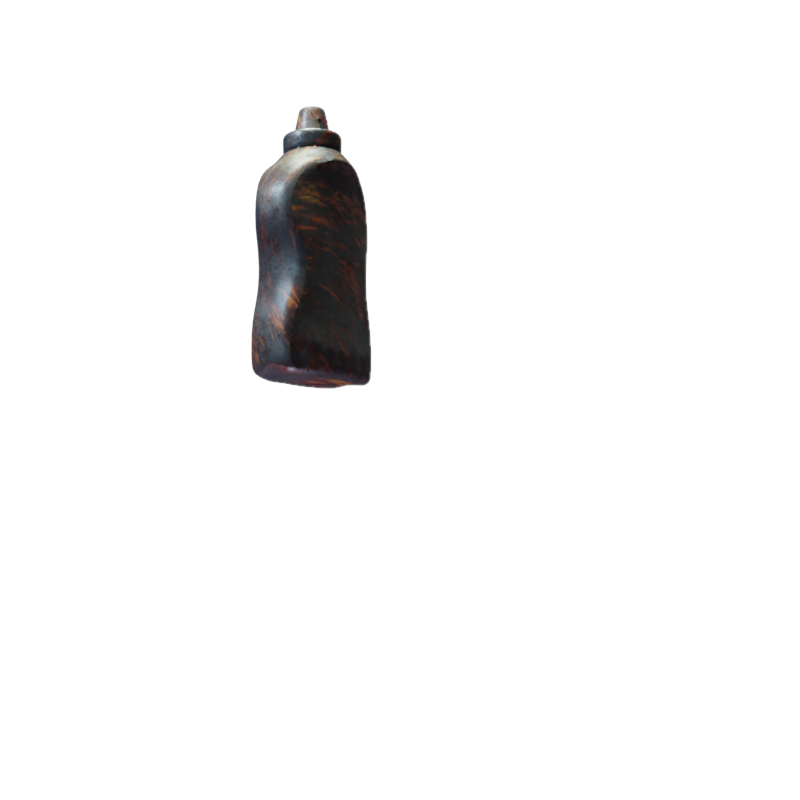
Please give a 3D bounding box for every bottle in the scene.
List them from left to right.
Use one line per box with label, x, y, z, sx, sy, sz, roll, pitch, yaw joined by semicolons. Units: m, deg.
bottle;-0.060;-0.108;0.756;0.060;0.198;0.091;-11;-16;36
